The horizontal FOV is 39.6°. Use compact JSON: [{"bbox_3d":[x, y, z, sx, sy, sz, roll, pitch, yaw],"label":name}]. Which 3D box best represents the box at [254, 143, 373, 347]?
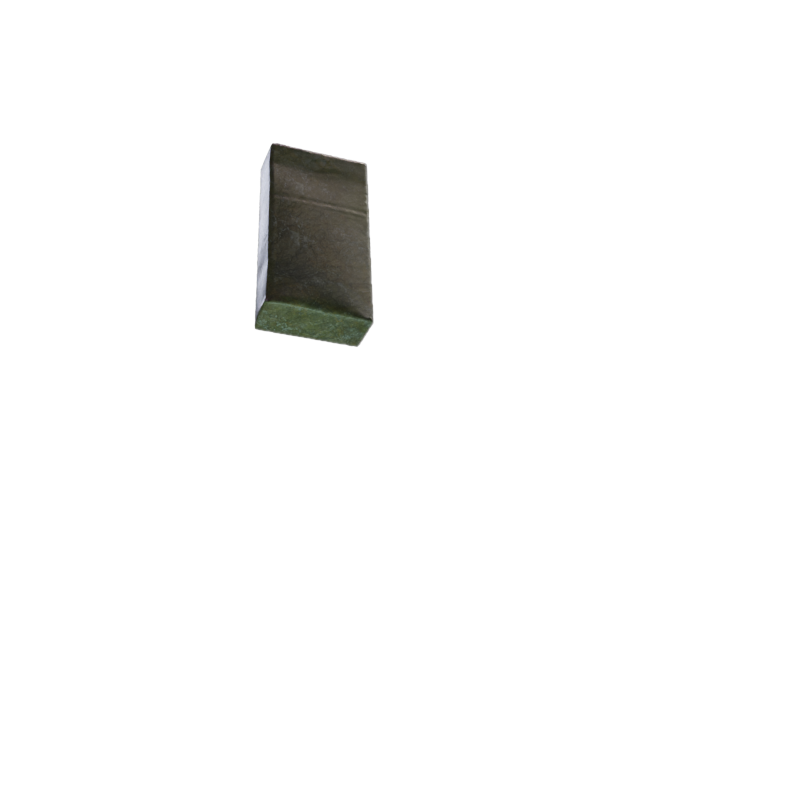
[{"bbox_3d":[-0.074,-0.136,0.951,0.091,0.189,0.046,10,-39,-16],"label":"box"}]
